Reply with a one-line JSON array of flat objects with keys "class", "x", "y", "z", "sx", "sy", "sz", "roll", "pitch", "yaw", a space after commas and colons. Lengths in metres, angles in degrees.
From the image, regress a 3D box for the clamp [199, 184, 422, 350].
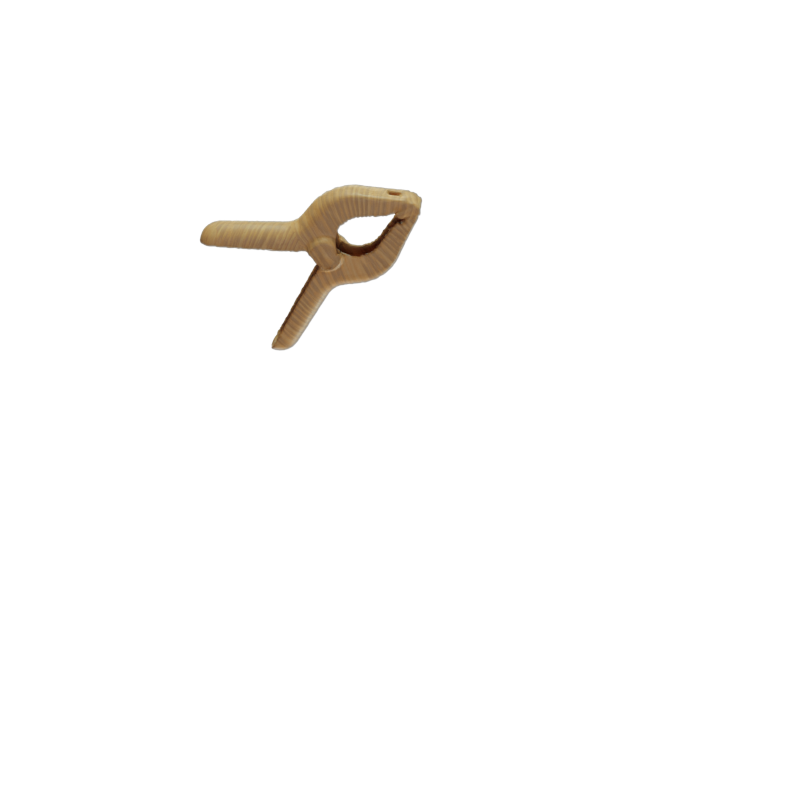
[{"class": "clamp", "x": -0.067, "y": -0.122, "z": 0.858, "sx": 0.170, "sy": 0.114, "sz": 0.042, "roll": -35, "pitch": 24, "yaw": 17}]
